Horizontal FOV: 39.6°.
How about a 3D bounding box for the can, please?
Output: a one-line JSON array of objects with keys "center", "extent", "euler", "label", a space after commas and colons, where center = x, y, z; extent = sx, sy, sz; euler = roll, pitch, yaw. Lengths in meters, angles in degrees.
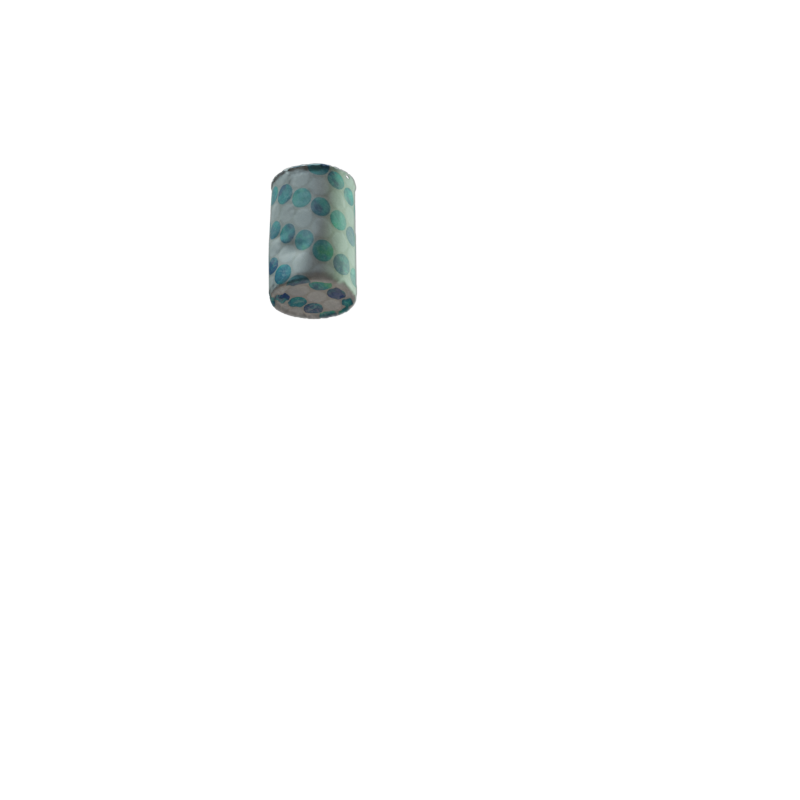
[{"center": [-0.067, -0.122, 0.856], "extent": [0.068, 0.108, 0.065], "euler": [0, -27, -2], "label": "can"}]
